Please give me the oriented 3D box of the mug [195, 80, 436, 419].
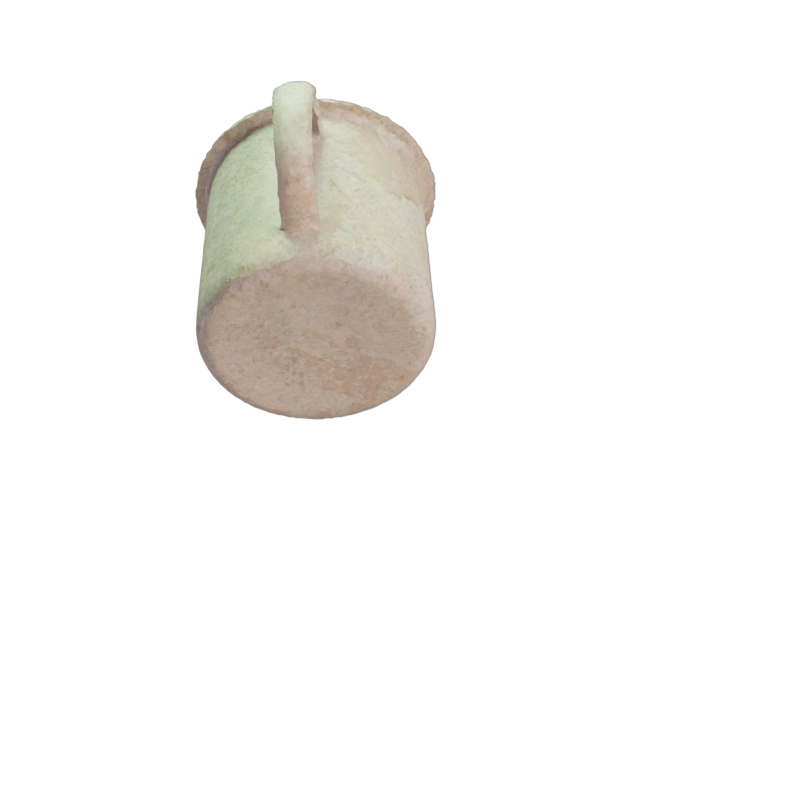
[{"bbox_3d":[-0.031,-0.056,0.393,0.093,0.109,0.087,-2,45,0],"label":"mug"}]
